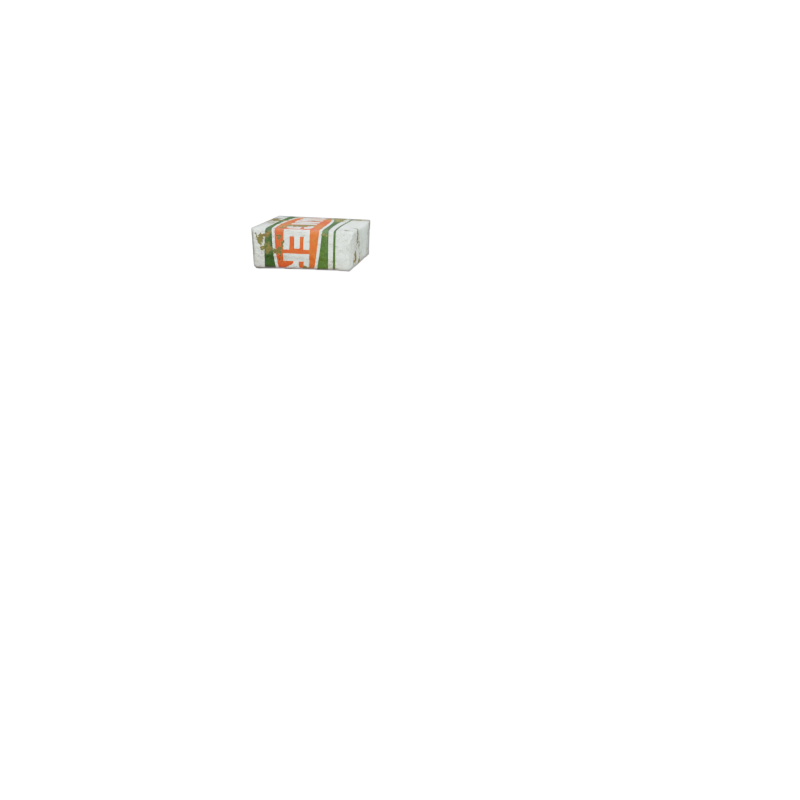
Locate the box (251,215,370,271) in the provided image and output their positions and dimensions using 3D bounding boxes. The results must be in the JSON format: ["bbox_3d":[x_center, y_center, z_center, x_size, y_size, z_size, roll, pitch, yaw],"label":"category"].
[{"bbox_3d":[-0.078,-0.143,1.000,0.091,0.038,0.115,2,16,8],"label":"box"}]
